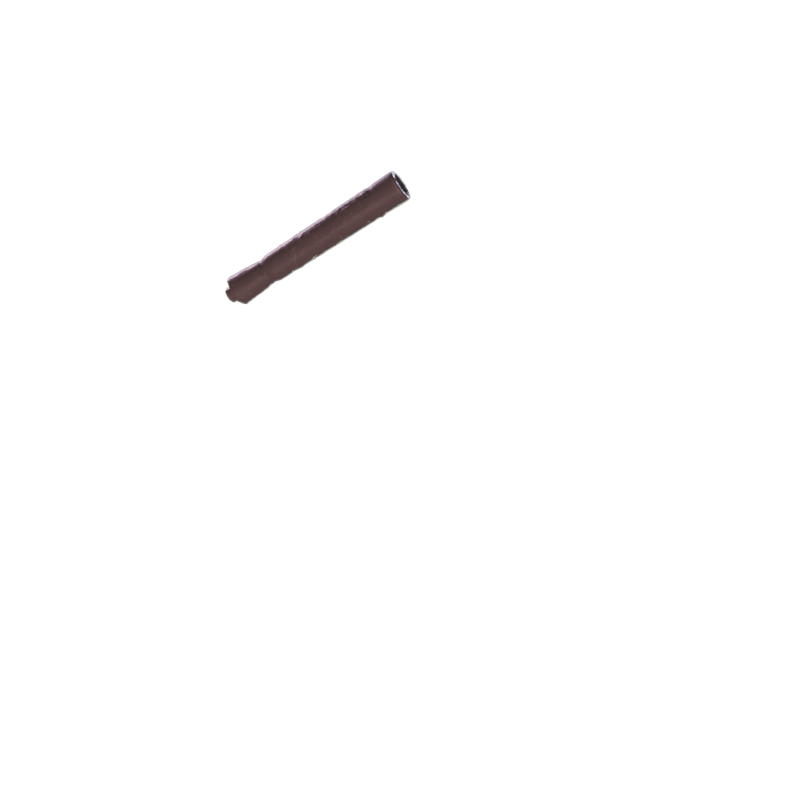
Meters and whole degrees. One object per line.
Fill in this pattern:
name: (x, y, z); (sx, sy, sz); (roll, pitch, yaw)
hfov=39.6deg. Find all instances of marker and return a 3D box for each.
marker: (-0.049, -0.090, 0.627); (0.121, 0.020, 0.019); (-30, -5, 17)
